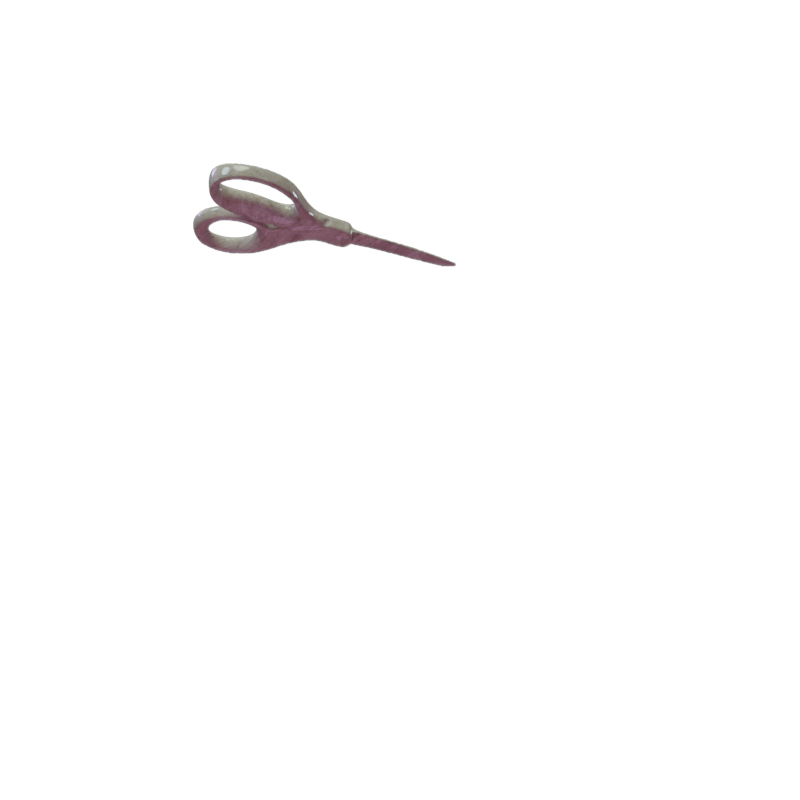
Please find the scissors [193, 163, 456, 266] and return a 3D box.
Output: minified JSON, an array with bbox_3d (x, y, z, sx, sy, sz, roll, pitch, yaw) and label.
[{"bbox_3d":[-0.063,-0.115,0.806,0.190,0.017,0.096,24,-38,-34],"label":"scissors"}]
